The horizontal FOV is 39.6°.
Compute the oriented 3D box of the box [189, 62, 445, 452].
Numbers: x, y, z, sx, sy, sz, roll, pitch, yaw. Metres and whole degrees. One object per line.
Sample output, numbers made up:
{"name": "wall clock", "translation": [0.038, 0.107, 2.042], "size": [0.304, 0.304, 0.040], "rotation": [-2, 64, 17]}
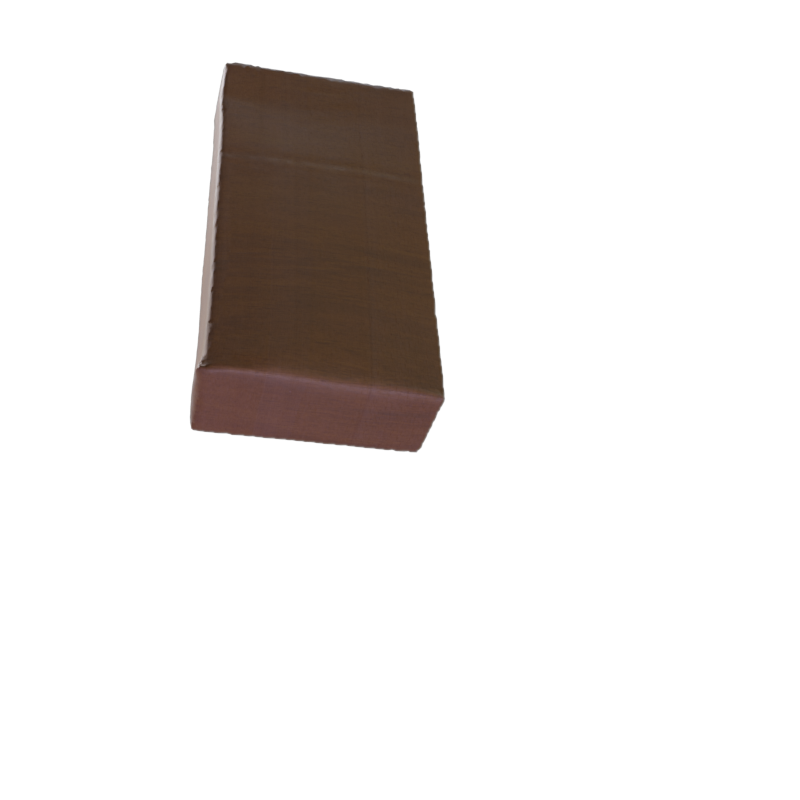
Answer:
{"name": "box", "translation": [-0.037, -0.067, 0.472], "size": [0.092, 0.189, 0.045], "rotation": [6, -42, -10]}
